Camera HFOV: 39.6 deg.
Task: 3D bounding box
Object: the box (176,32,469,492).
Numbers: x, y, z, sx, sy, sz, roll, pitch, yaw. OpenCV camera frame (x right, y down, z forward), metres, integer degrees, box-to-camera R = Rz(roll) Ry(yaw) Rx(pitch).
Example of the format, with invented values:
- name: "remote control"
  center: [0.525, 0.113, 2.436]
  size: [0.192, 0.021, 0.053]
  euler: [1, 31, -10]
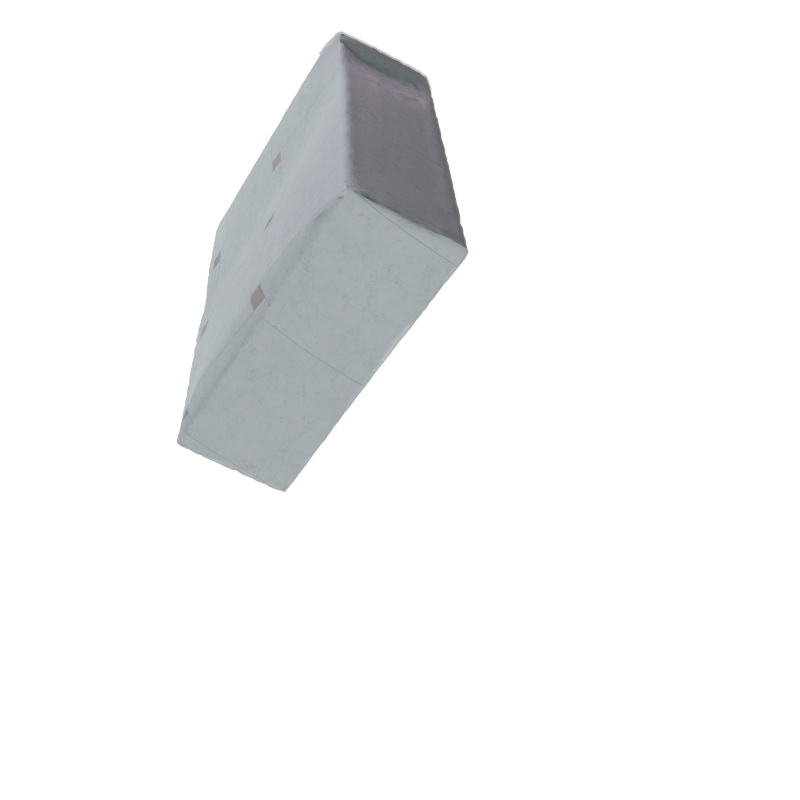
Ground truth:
- name: "box"
  center: [-0.047, -0.086, 0.600]
  size: [0.069, 0.160, 0.228]
  euler: [27, 29, -21]
